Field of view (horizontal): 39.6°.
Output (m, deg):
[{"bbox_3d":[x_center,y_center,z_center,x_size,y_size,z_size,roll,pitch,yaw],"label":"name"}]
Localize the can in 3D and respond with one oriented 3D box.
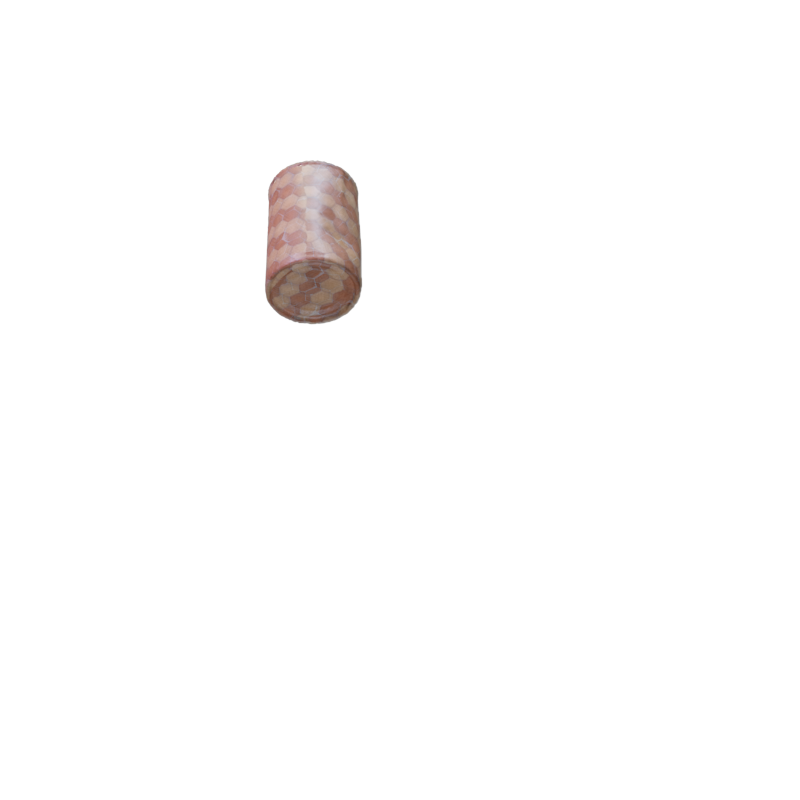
[{"bbox_3d":[-0.062,-0.114,0.796,0.068,0.110,0.064,-1,-42,-3],"label":"can"}]
